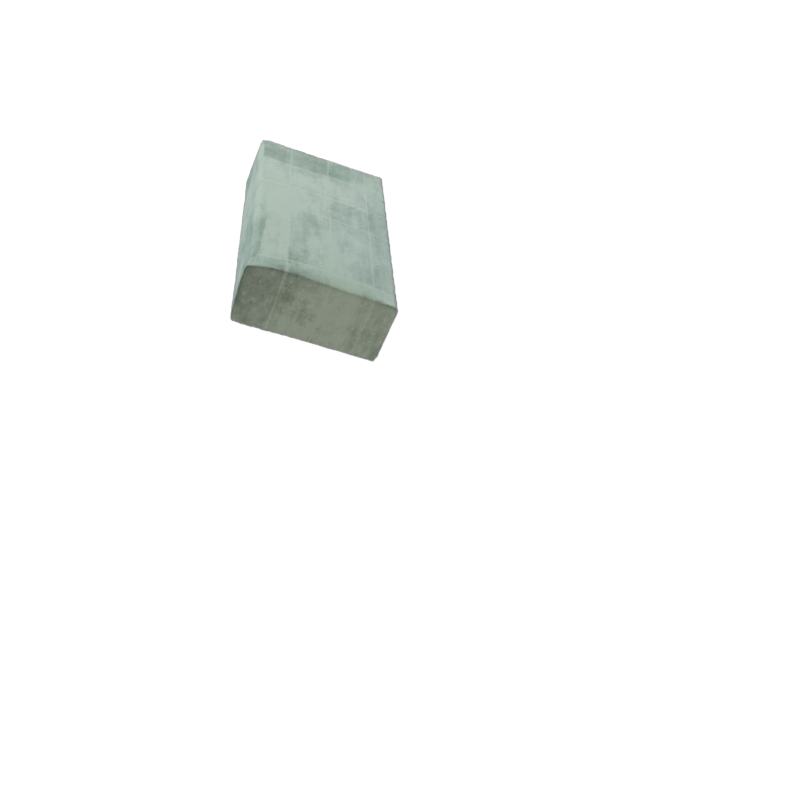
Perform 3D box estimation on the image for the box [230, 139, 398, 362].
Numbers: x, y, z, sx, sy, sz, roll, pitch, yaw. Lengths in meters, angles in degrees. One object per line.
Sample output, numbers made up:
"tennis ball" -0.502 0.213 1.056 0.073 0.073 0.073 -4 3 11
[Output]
"box" -0.056 -0.101 0.713 0.091 0.046 0.188 15 30 -13
